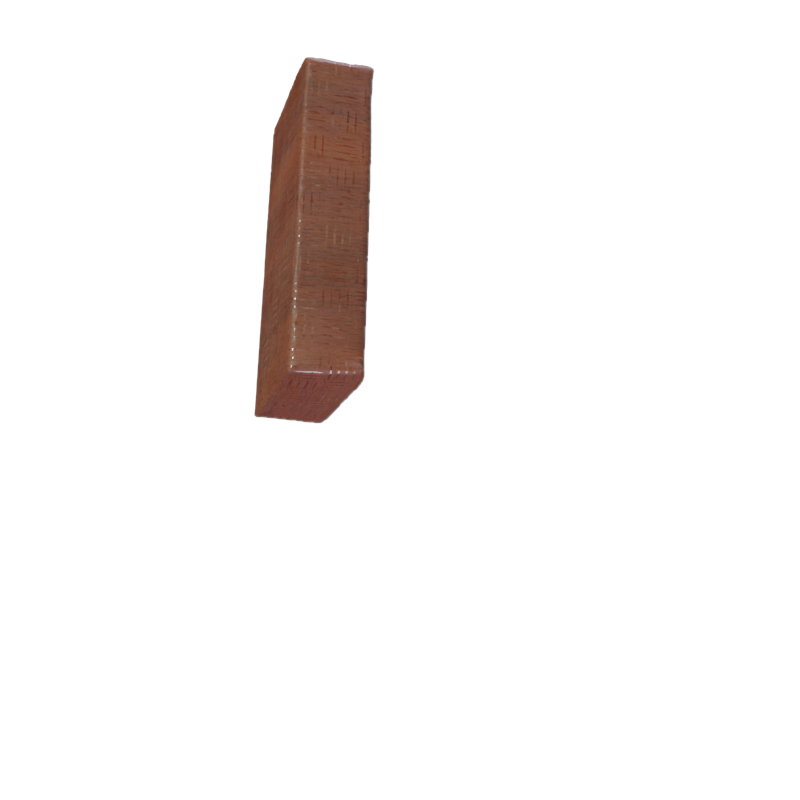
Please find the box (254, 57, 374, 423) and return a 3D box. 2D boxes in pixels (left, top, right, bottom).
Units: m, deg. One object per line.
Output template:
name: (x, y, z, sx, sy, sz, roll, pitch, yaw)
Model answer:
box: (-0.047, -0.086, 0.599, 0.047, 0.185, 0.091, 5, -22, -16)
